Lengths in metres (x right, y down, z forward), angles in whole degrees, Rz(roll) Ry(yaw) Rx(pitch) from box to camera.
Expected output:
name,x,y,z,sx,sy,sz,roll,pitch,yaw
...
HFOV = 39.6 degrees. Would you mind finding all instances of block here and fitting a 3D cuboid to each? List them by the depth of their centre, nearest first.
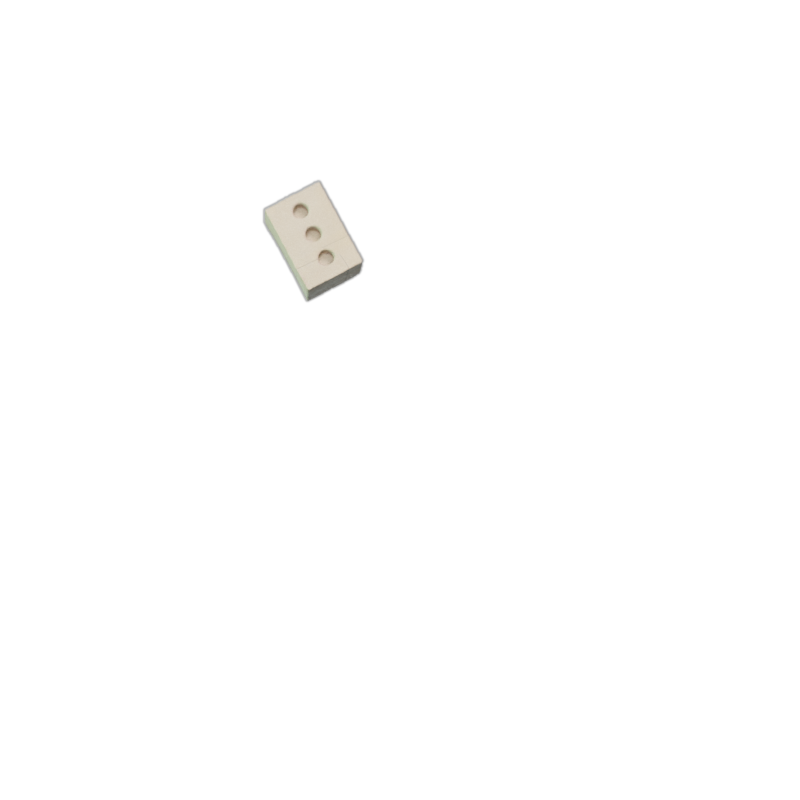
name,x,y,z,sx,sy,sz,roll,pitch,yaw
block,-0.071,-0.129,0.907,0.053,0.081,0.050,-28,-10,-7
